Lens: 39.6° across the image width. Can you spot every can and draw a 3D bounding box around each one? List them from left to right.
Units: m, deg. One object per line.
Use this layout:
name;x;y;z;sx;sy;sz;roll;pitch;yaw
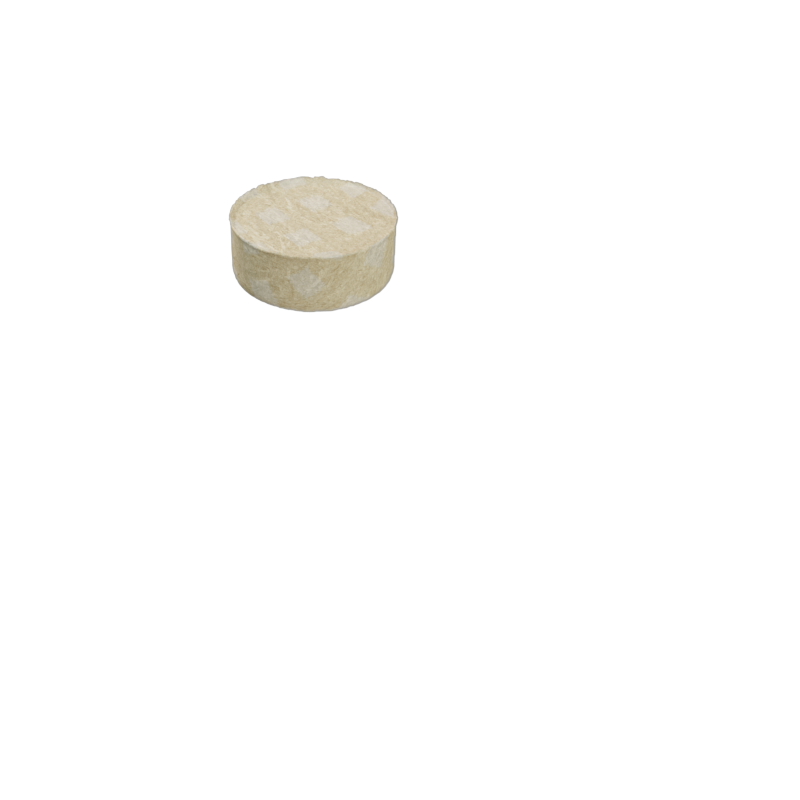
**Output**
can;-0.045;-0.081;0.570;0.086;0.031;0.092;-1;35;-2
